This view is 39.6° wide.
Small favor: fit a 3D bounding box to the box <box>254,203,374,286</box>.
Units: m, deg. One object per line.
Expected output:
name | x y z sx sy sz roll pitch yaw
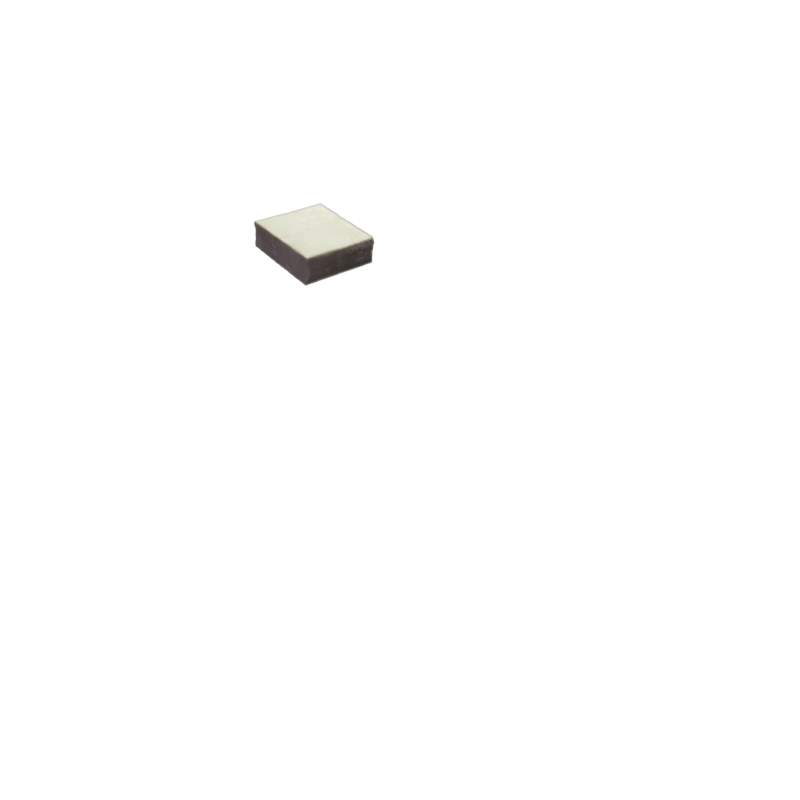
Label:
box | -0.078 -0.142 0.998 0.072 0.028 0.096 -20 38 -29
